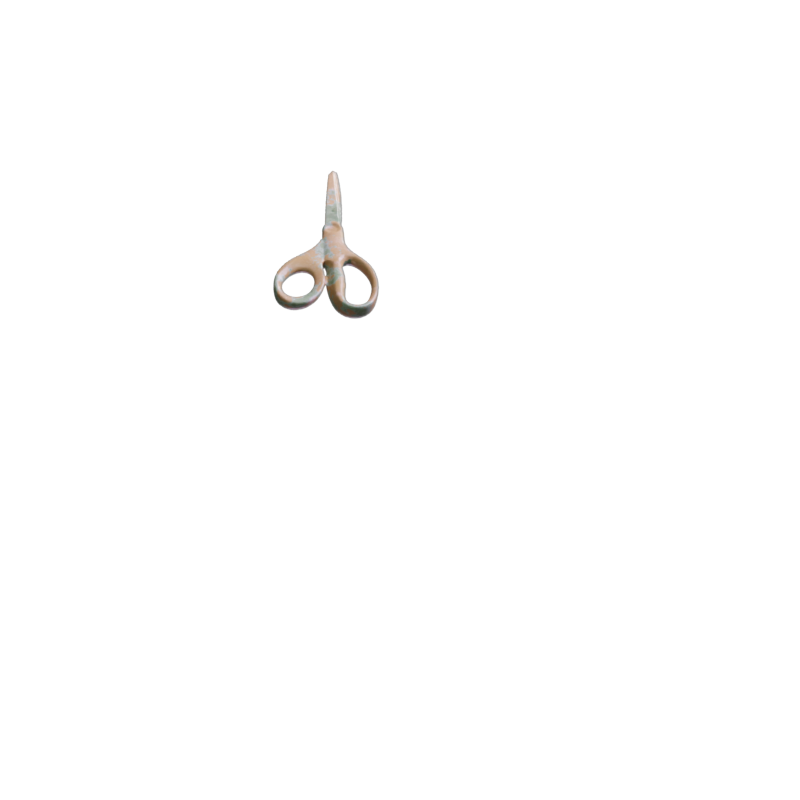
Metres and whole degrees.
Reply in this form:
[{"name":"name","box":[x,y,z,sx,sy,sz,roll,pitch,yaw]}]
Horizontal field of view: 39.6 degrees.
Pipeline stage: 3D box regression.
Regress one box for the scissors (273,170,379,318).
[{"name":"scissors","box":[-0.076,-0.139,0.971,0.095,0.015,0.218,-11,43,-12]}]
